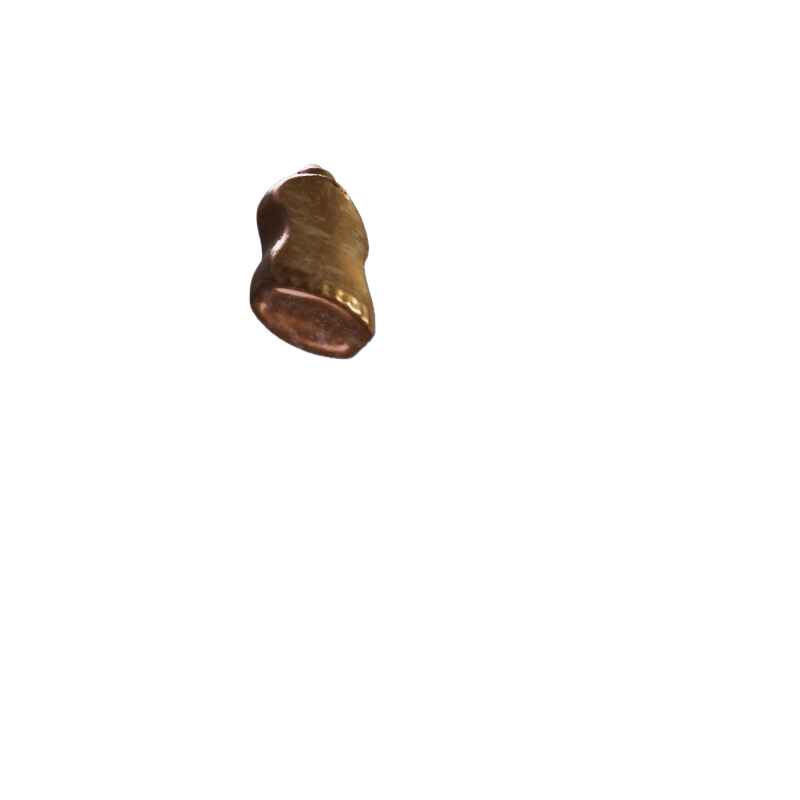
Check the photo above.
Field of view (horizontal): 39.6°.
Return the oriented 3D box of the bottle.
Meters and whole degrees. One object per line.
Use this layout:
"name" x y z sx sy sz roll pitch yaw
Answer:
"bottle" -0.069 -0.124 0.873 0.092 0.206 0.057 24 -52 -24
